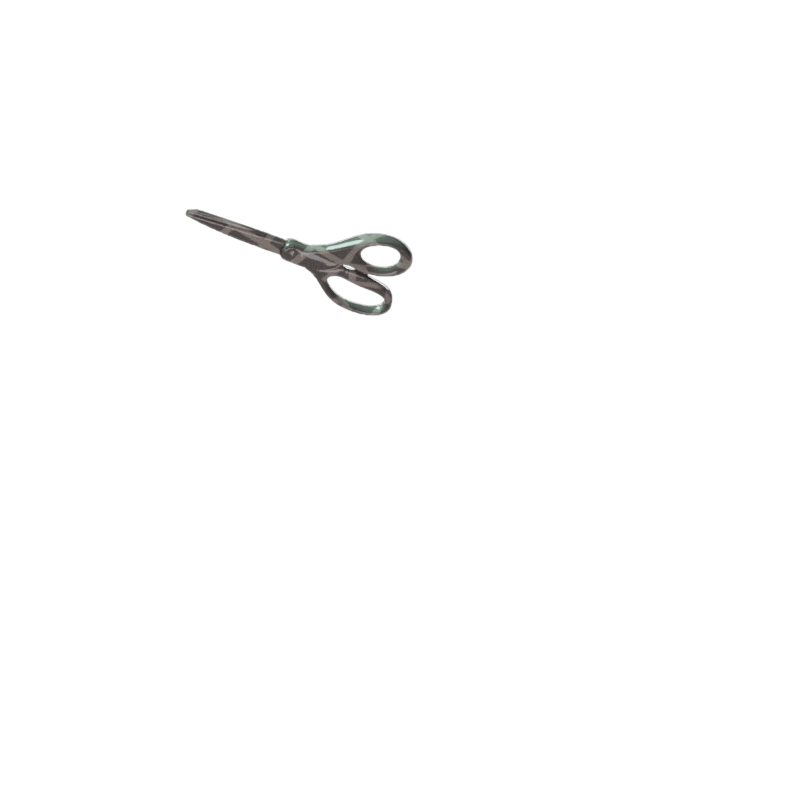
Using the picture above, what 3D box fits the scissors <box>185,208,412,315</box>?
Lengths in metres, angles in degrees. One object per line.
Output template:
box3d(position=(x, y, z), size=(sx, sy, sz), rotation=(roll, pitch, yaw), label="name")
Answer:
box3d(position=(-0.074, -0.134, 0.941), size=(0.190, 0.017, 0.095), rotation=(32, -54, -27), label="scissors")
